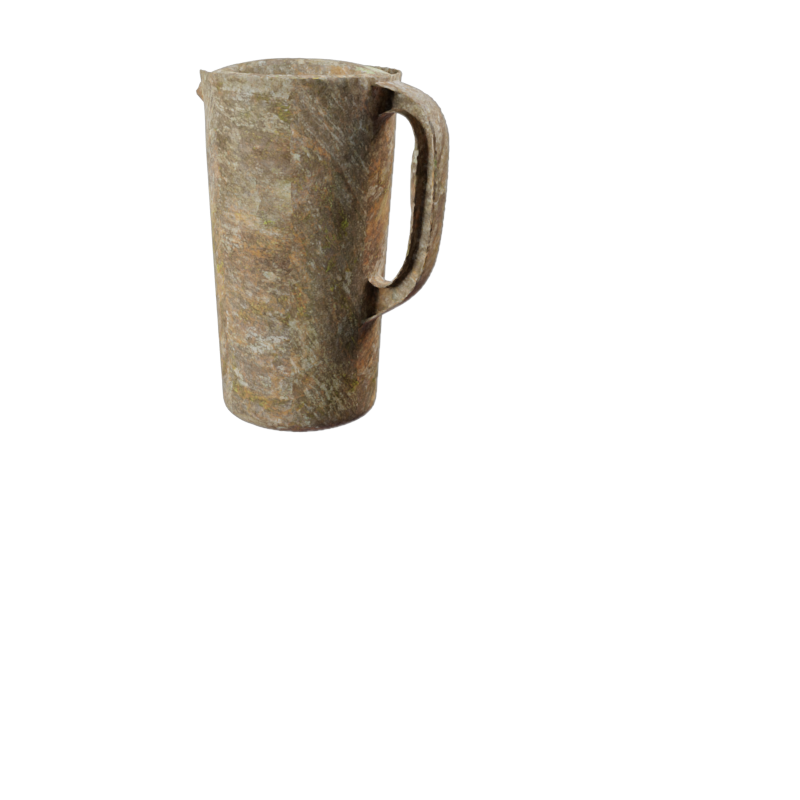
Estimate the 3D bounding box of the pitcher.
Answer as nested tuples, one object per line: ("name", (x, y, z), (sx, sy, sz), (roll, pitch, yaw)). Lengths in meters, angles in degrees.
("pitcher", (-0.058, -0.106, 0.745), (0.142, 0.235, 0.157), (-3, 16, -15))
